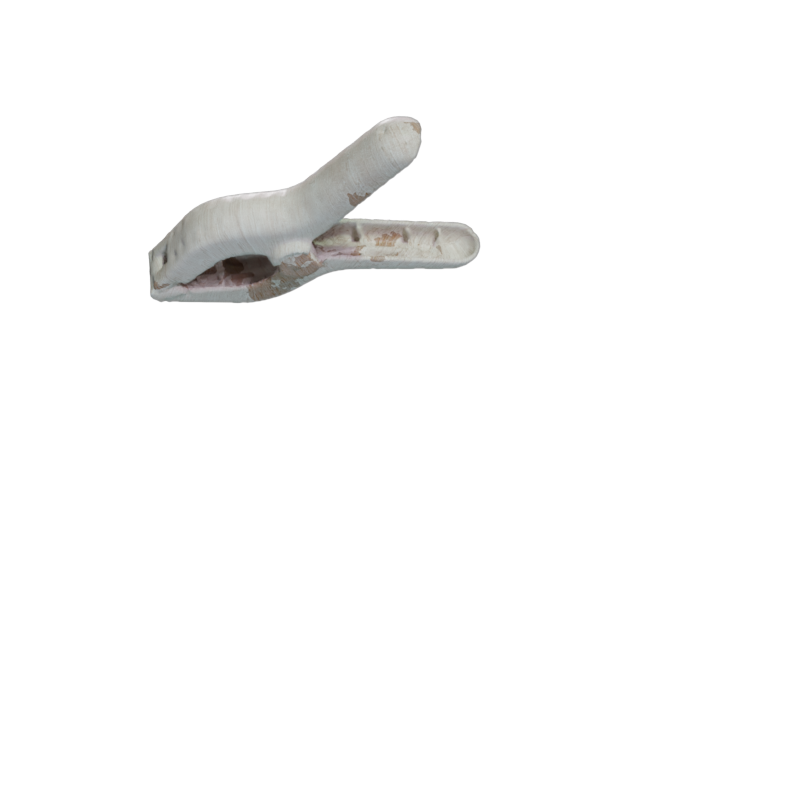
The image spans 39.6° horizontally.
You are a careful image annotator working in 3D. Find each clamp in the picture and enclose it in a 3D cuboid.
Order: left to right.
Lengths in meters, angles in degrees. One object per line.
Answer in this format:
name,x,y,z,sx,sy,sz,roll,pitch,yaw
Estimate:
clamp,-0.044,-0.081,0.568,0.173,0.042,0.111,-16,-34,24
